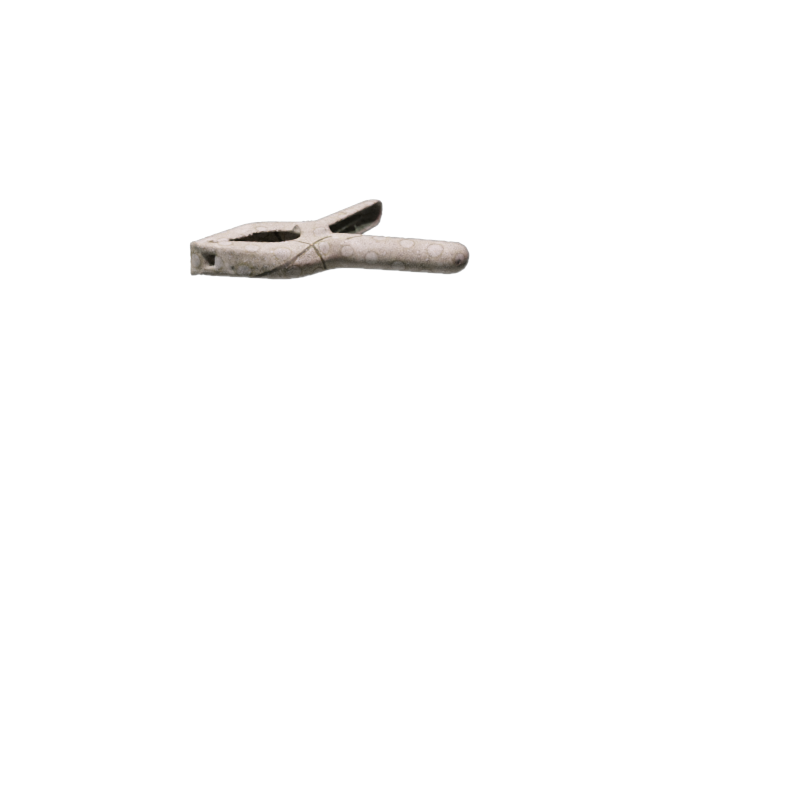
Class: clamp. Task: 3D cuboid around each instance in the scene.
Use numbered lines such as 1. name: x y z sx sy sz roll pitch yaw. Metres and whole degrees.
1. clamp: -0.071 -0.129 0.905 0.206 0.035 0.175 -7 24 -17
